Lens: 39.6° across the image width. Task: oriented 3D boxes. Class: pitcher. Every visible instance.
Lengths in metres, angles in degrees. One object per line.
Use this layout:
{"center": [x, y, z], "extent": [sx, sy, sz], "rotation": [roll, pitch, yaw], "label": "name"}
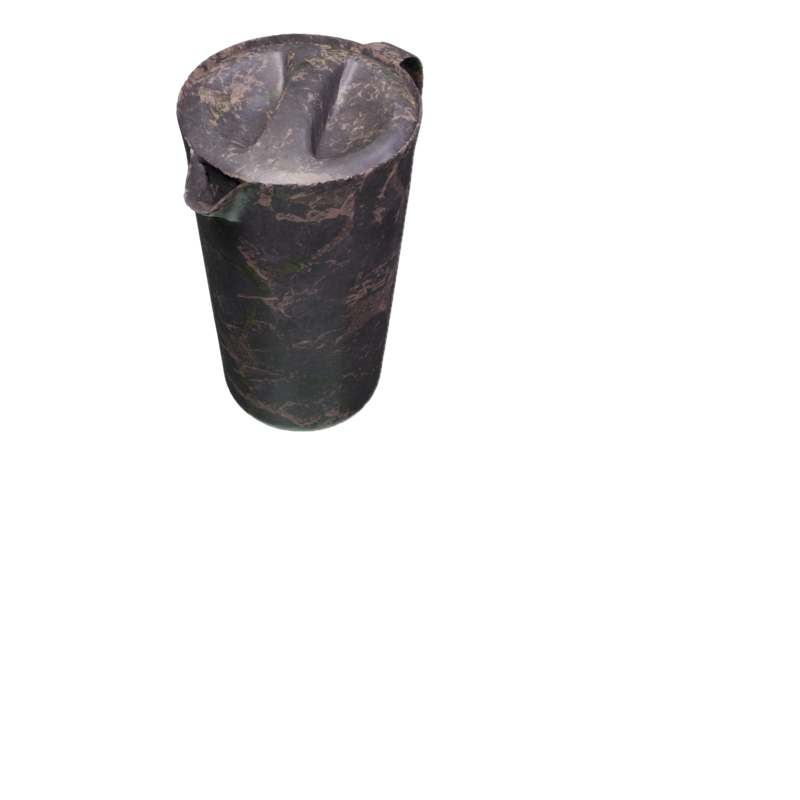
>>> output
{"center": [-0.054, -0.098, 0.685], "extent": [0.148, 0.156, 0.226], "rotation": [-5, -40, -7], "label": "pitcher"}
